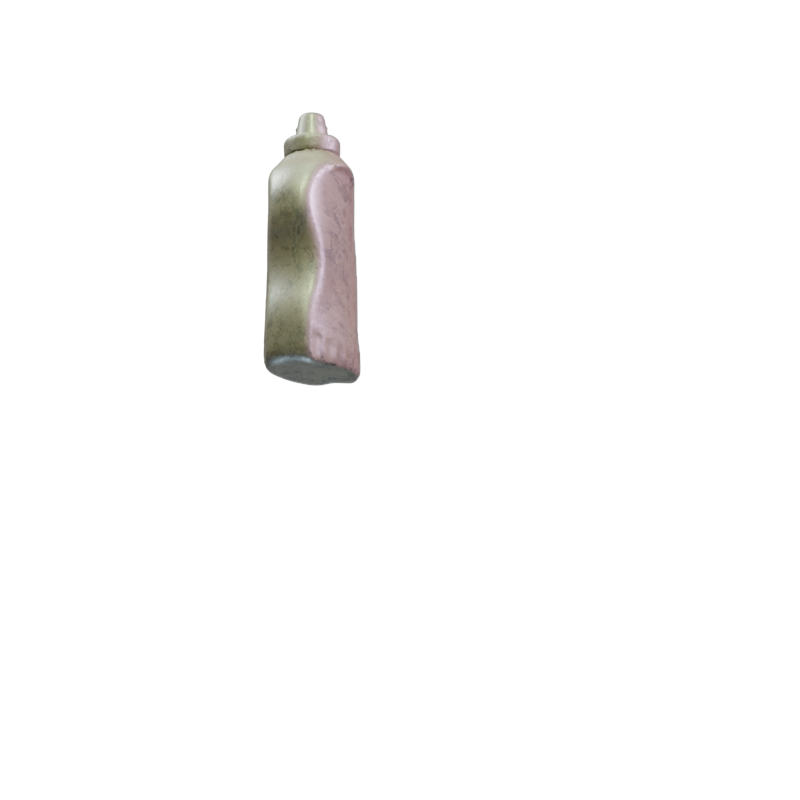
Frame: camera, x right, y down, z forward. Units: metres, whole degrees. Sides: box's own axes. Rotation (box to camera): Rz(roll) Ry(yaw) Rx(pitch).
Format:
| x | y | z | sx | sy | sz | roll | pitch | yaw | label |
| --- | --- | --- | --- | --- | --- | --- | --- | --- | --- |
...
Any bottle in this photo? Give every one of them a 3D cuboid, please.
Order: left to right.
| x | y | z | sx | sy | sz | roll | pitch | yaw | label |
| --- | --- | --- | --- | --- | --- | --- | --- | --- | --- |
| -0.062 | -0.111 | 0.781 | 0.059 | 0.199 | 0.091 | -7 | -16 | 20 | bottle |
